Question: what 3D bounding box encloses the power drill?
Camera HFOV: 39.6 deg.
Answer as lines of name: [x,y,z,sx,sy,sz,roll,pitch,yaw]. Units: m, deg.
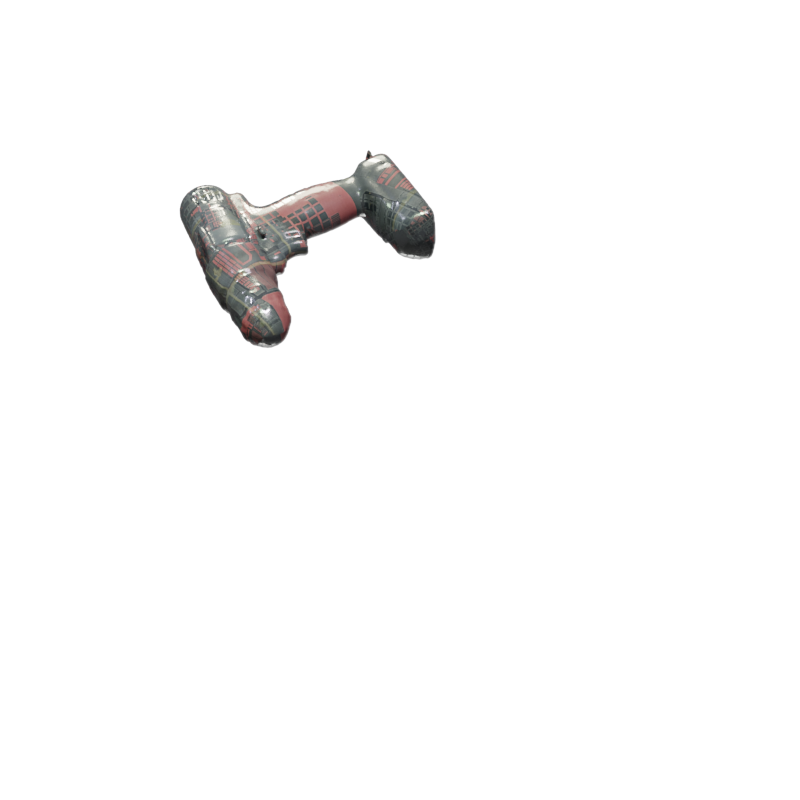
power drill: [-0.070,-0.128,0.897,0.186,0.053,0.200,-17,47,-17]
